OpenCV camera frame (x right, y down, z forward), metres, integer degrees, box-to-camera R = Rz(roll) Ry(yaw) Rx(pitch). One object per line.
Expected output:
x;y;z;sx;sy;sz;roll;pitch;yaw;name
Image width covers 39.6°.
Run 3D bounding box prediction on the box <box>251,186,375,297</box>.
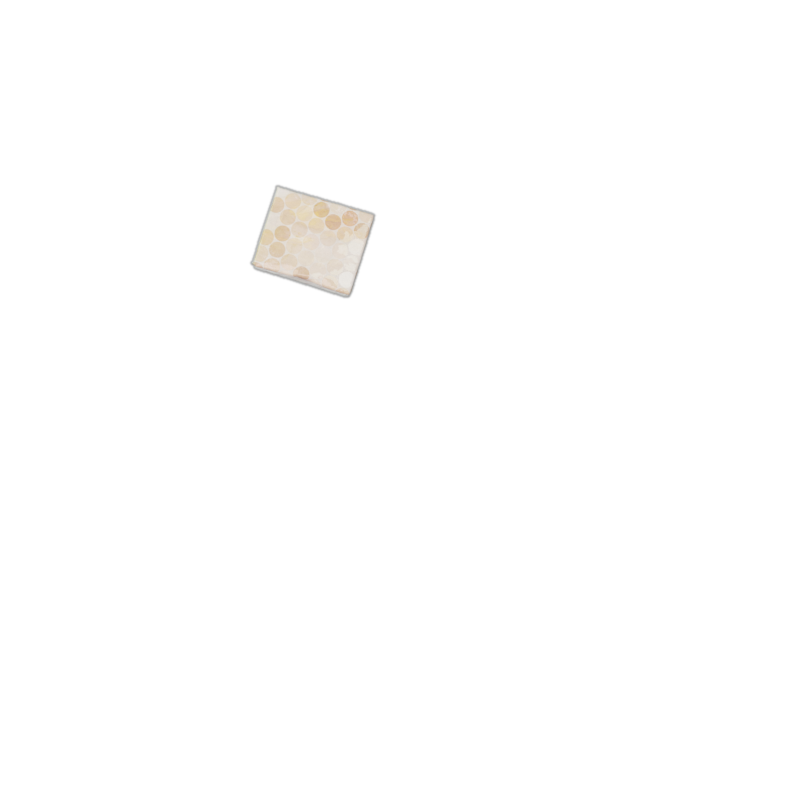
-0.075;-0.136;0.952;0.090;0.074;0.030;17;-7;2;box
